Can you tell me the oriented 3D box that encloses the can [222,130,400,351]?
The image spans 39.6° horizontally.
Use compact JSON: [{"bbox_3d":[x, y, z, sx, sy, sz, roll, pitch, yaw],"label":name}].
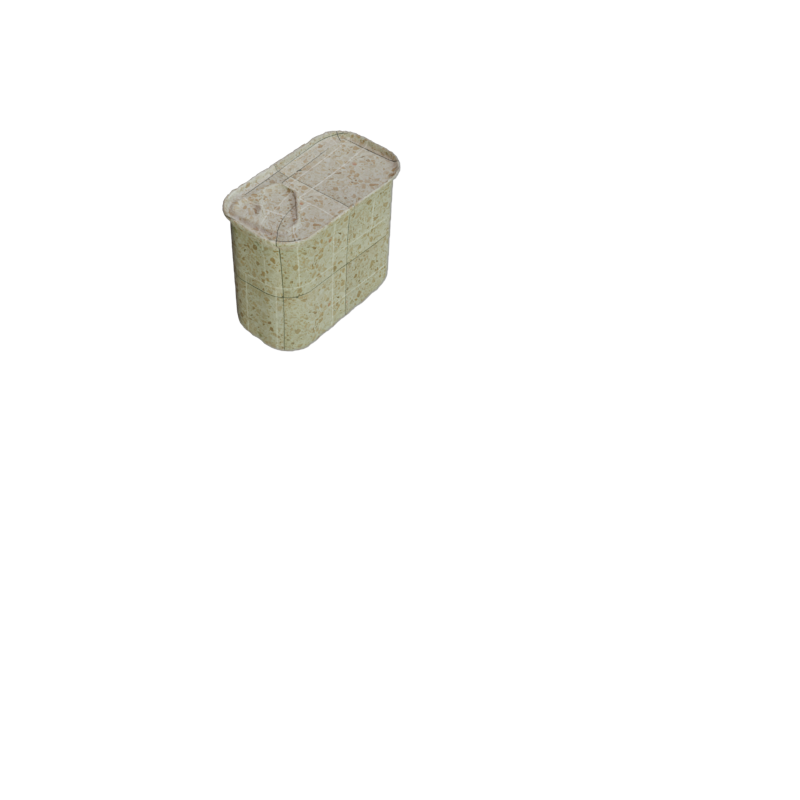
[{"bbox_3d":[-0.049,-0.088,0.620,0.061,0.078,0.103,31,52,25],"label":"can"}]
